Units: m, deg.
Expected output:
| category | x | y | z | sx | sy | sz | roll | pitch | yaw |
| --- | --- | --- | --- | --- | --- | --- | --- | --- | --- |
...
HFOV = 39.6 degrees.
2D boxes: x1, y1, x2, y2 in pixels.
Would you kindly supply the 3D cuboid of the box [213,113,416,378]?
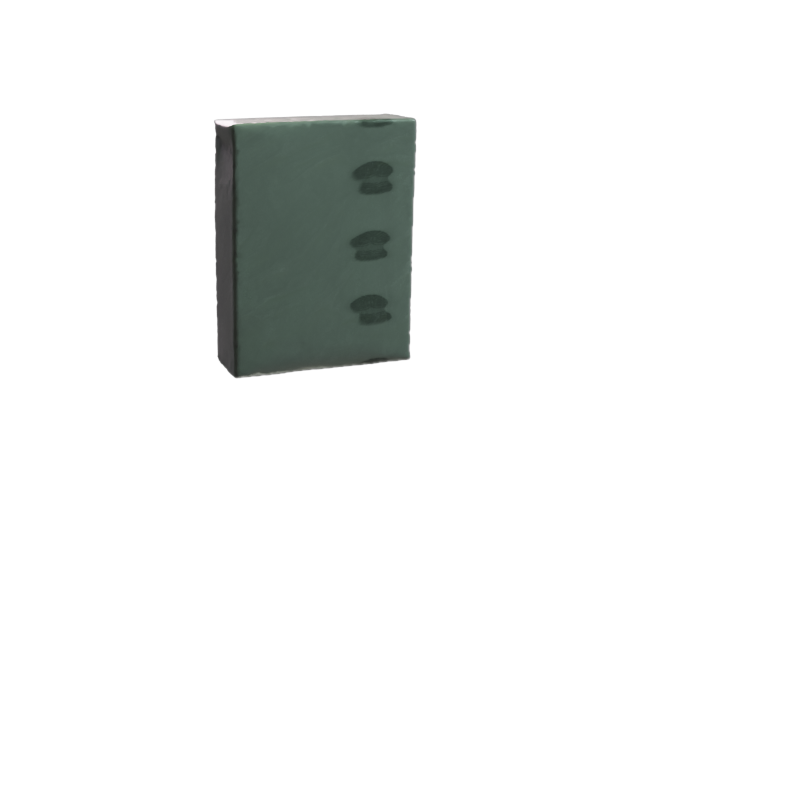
| category | x | y | z | sx | sy | sz | roll | pitch | yaw |
| --- | --- | --- | --- | --- | --- | --- | --- | --- | --- |
| box | -0.075 | -0.136 | 0.953 | 0.160 | 0.208 | 0.075 | -5 | 13 | -22 |
